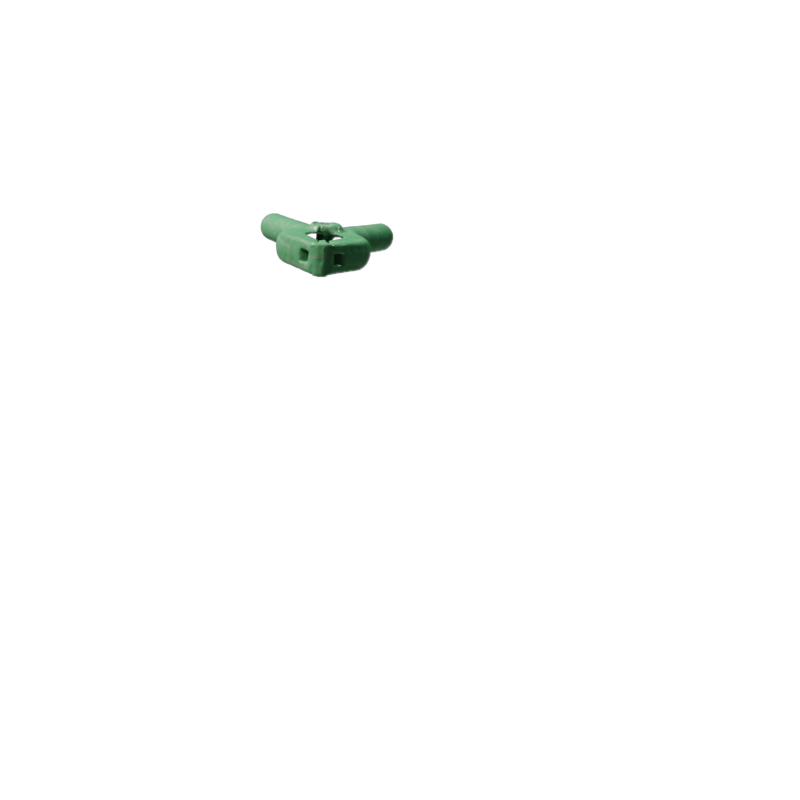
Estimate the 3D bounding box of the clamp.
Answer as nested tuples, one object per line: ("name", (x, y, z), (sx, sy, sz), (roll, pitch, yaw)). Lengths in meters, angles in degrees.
("clamp", (-0.075, -0.136, 0.952), (0.122, 0.038, 0.173), (2, 13, 8))
